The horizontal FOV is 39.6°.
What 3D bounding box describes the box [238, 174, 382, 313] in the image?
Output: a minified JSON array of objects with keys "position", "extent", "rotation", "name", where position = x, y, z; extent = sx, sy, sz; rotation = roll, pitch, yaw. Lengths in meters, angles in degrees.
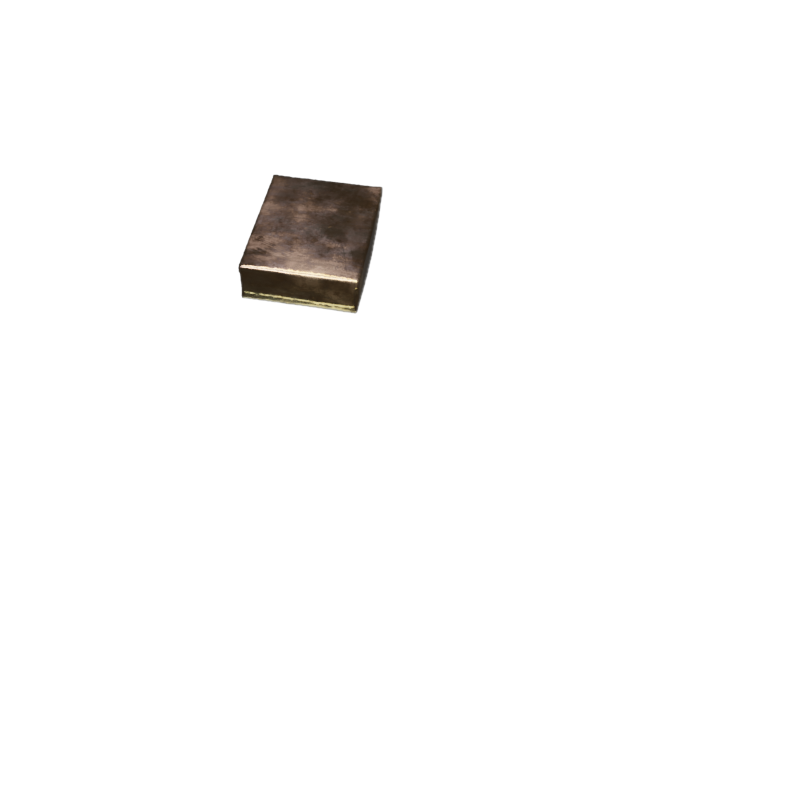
[{"position":[-0.066,-0.121,0.847],"extent":[0.091,0.036,0.120],"rotation":[7,45,7],"name":"box"}]
